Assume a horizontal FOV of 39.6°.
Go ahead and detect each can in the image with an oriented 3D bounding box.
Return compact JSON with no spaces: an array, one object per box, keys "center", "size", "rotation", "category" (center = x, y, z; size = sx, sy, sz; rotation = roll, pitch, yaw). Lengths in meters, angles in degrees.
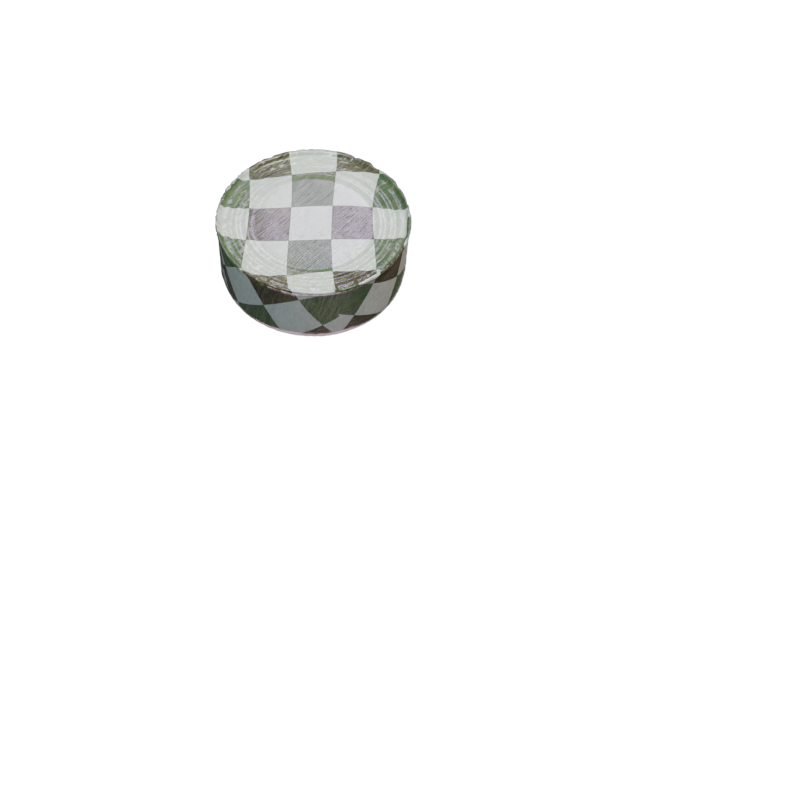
[{"center":[-0.039,-0.071,0.496],"size":[0.086,0.092,0.031],"rotation":[-1,-38,-1],"category":"can"}]
